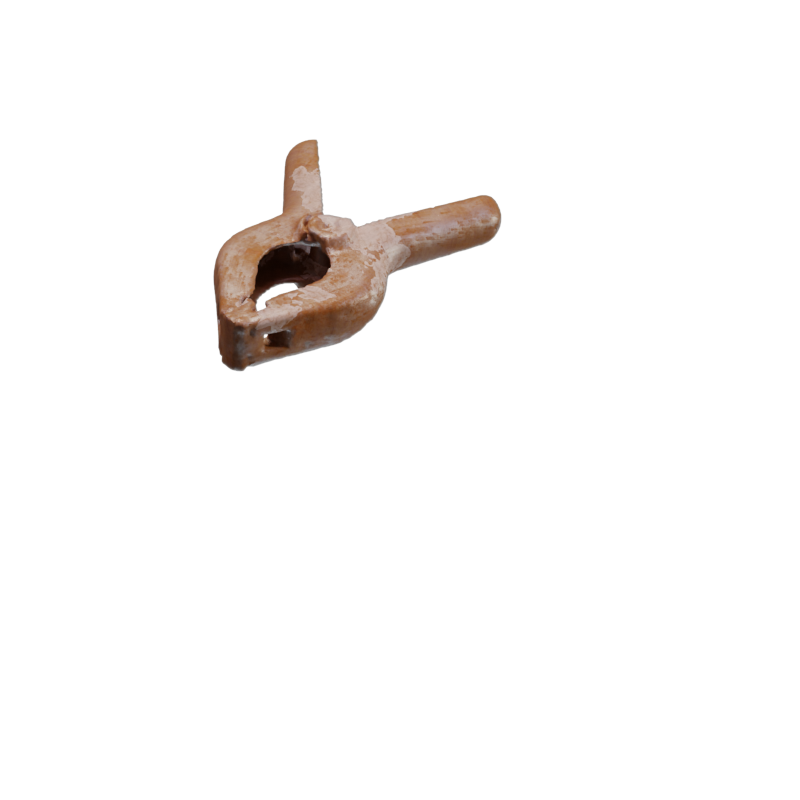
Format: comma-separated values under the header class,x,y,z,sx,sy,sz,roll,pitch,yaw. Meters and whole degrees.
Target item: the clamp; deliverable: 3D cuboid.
class,x,y,z,sx,sy,sz,roll,pitch,yaw
clamp,-0.042,-0.076,0.534,0.127,0.037,0.173,22,40,29
